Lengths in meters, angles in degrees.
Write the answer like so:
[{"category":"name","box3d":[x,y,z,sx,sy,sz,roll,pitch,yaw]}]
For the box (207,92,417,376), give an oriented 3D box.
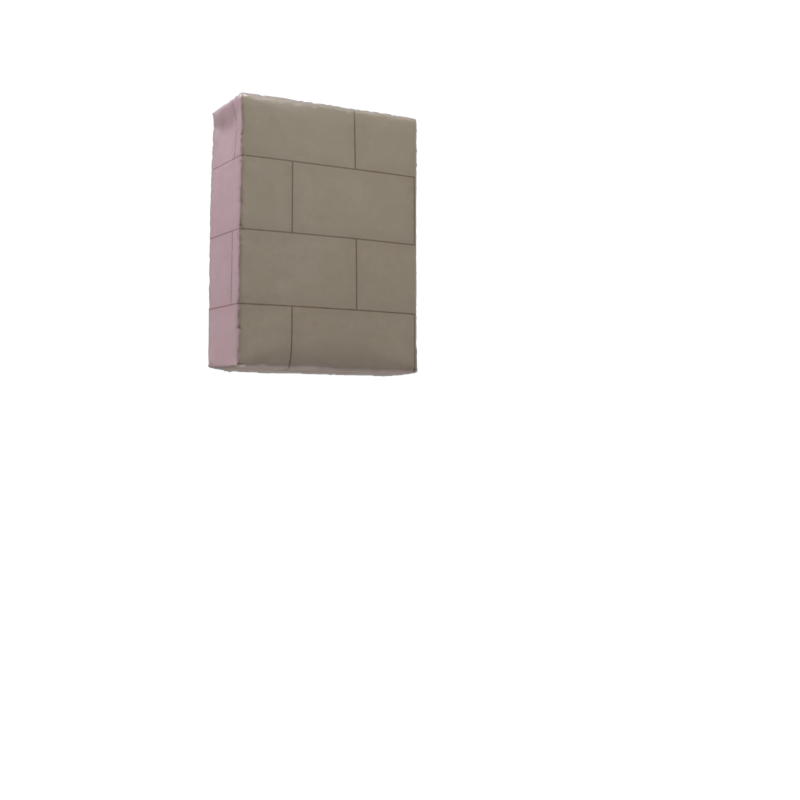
[{"category":"box","box3d":[-0.071,-0.129,0.902,0.158,0.219,0.073,3,-9,-29]}]
